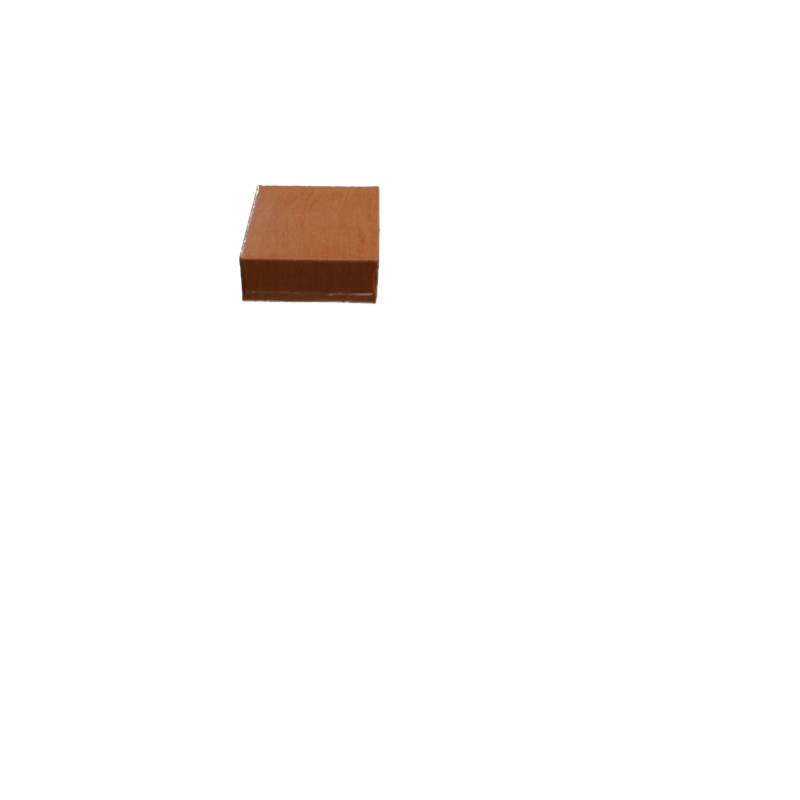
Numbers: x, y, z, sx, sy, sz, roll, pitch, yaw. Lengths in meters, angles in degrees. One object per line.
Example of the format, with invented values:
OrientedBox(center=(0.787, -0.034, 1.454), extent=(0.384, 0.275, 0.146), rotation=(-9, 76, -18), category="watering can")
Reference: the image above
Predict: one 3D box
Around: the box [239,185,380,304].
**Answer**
OrientedBox(center=(-0.059, -0.108, 0.758), extent=(0.090, 0.037, 0.120), rotation=(1, 32, 0), category="box")
